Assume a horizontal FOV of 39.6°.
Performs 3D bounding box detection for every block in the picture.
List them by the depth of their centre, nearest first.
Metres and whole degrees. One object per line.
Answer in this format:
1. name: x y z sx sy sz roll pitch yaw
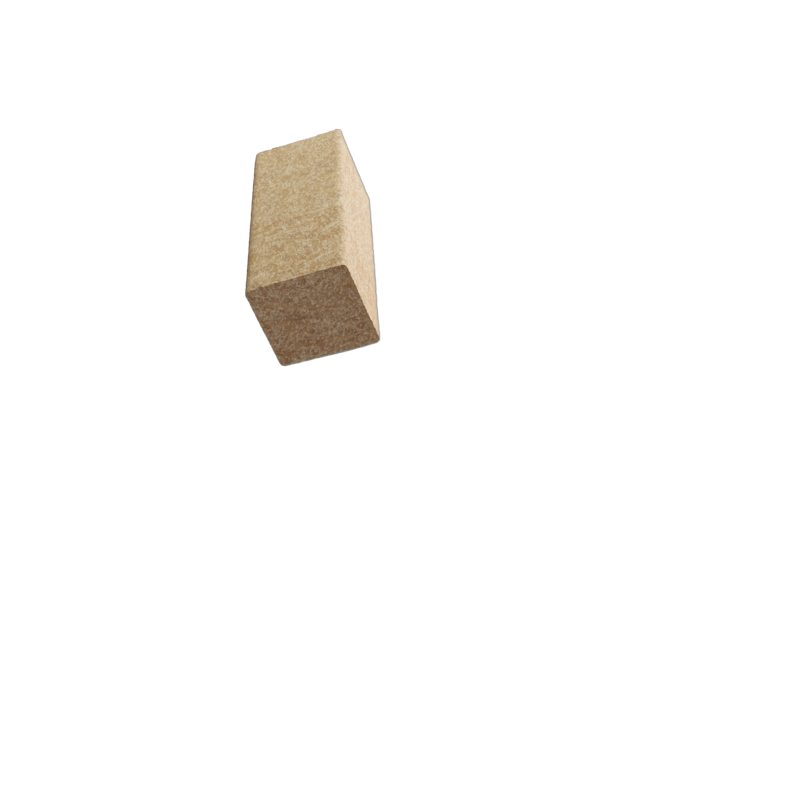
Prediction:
1. block: -0.078 -0.140 0.984 0.091 0.084 0.221 -16 41 10
